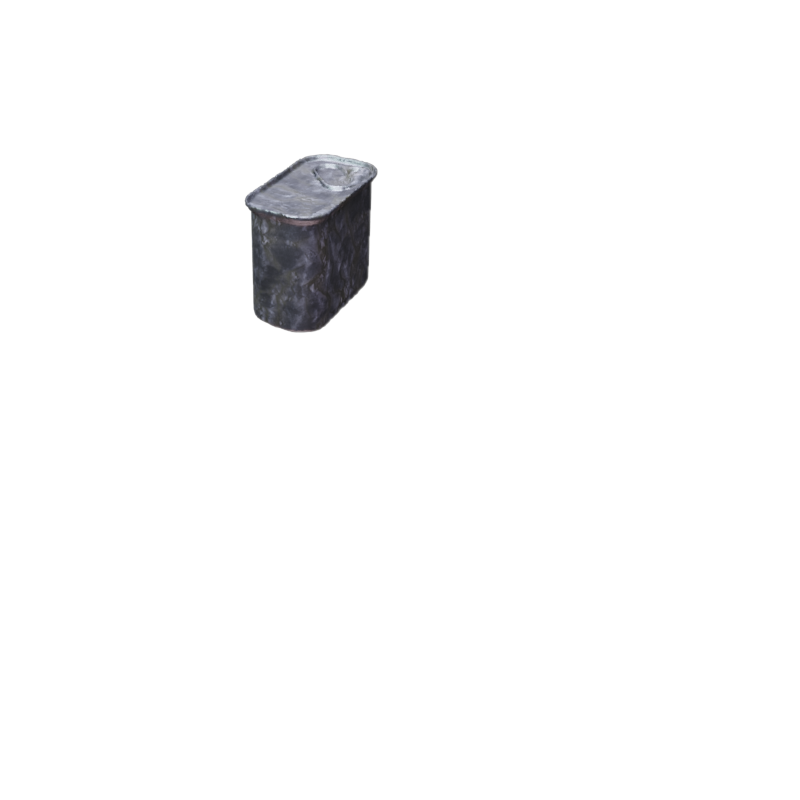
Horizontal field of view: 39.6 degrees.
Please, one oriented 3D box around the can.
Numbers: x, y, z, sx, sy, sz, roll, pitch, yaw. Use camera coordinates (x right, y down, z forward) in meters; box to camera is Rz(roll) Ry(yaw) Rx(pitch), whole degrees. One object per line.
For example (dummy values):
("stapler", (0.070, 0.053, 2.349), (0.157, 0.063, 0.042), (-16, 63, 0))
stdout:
("can", (-0.057, -0.104, 0.728), (0.060, 0.079, 0.104), (14, 33, 20))
